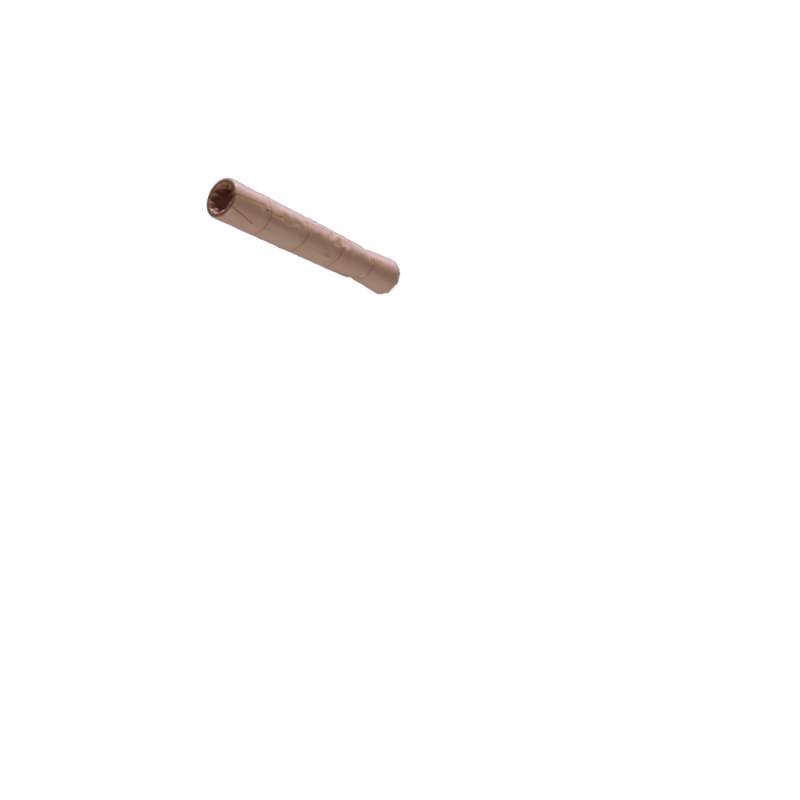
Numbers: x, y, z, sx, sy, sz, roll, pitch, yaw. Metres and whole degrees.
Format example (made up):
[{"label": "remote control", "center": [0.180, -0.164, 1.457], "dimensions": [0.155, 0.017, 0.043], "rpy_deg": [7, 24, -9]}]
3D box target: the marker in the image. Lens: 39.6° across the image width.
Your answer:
[{"label": "marker", "center": [-0.040, -0.074, 0.515], "dimensions": [0.021, 0.020, 0.113], "rpy_deg": [4, -11, 42]}]
